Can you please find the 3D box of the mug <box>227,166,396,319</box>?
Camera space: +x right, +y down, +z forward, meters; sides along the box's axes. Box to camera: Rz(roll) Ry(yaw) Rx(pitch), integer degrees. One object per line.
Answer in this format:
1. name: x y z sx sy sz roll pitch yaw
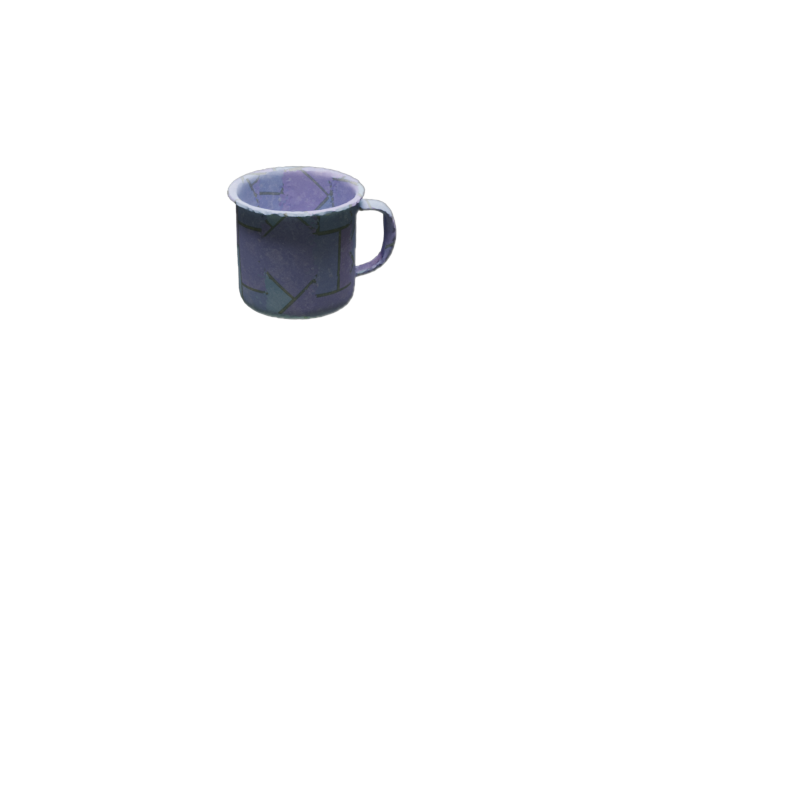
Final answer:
1. mug: -0.060 -0.109 0.766 0.115 0.077 0.100 -7 29 -14
